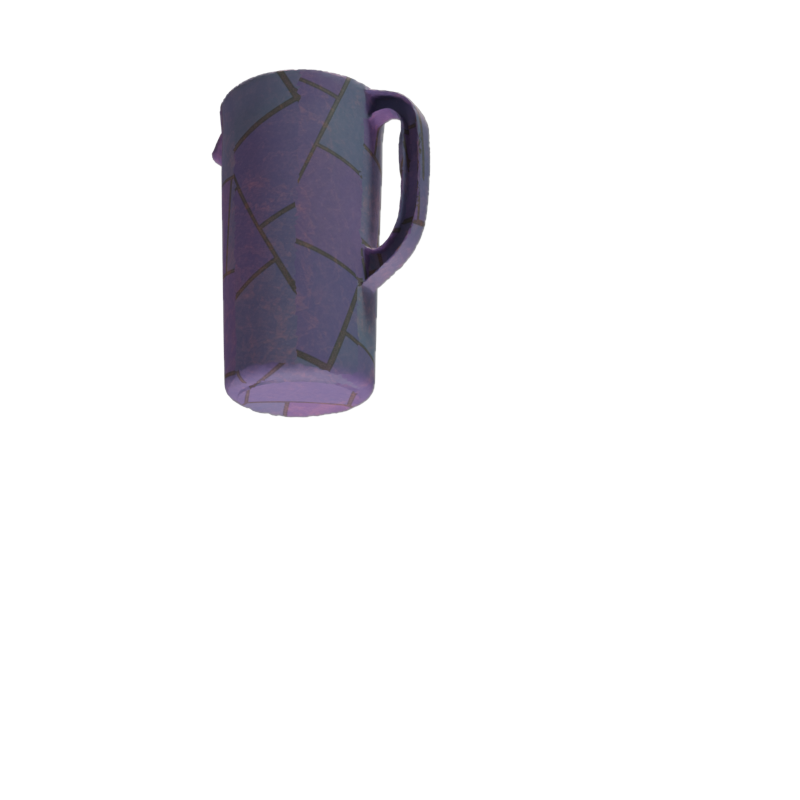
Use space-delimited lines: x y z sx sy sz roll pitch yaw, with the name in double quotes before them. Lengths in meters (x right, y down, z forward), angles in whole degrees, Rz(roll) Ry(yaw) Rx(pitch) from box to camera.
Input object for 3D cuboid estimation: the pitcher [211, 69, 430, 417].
"pitcher" -0.065 -0.119 0.832 0.141 0.256 0.145 6 -23 -17
